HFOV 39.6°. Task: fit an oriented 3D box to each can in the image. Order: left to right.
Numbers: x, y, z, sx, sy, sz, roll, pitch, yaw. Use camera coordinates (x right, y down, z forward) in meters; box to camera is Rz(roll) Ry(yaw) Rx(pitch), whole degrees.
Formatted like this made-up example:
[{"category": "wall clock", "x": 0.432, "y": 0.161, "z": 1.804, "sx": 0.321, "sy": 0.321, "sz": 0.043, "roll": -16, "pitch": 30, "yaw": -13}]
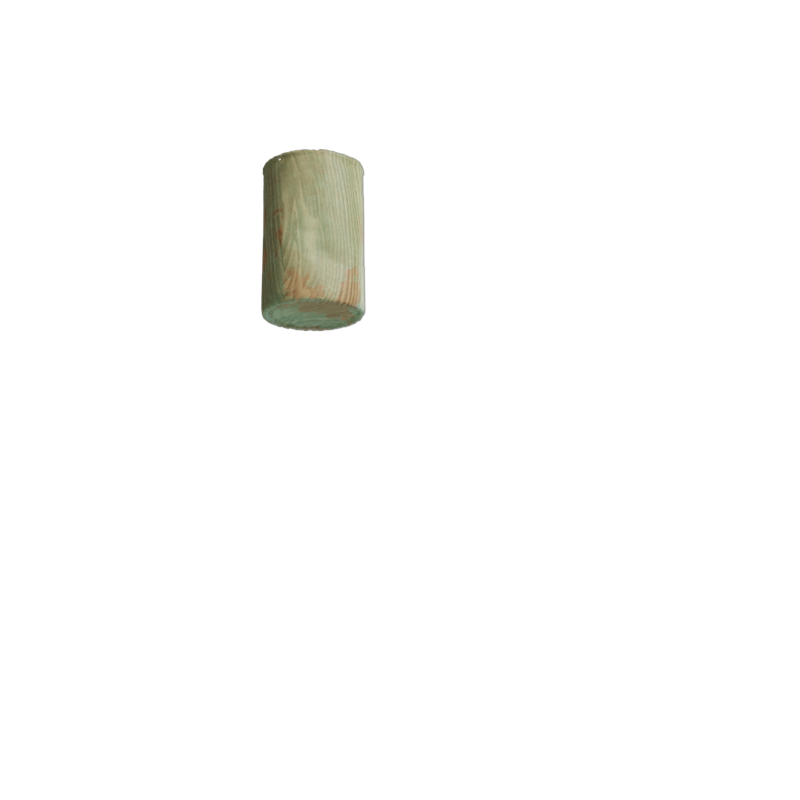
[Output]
[{"category": "can", "x": -0.056, "y": -0.103, "z": 0.720, "sx": 0.068, "sy": 0.107, "sz": 0.066, "roll": 0, "pitch": -19, "yaw": -2}]
